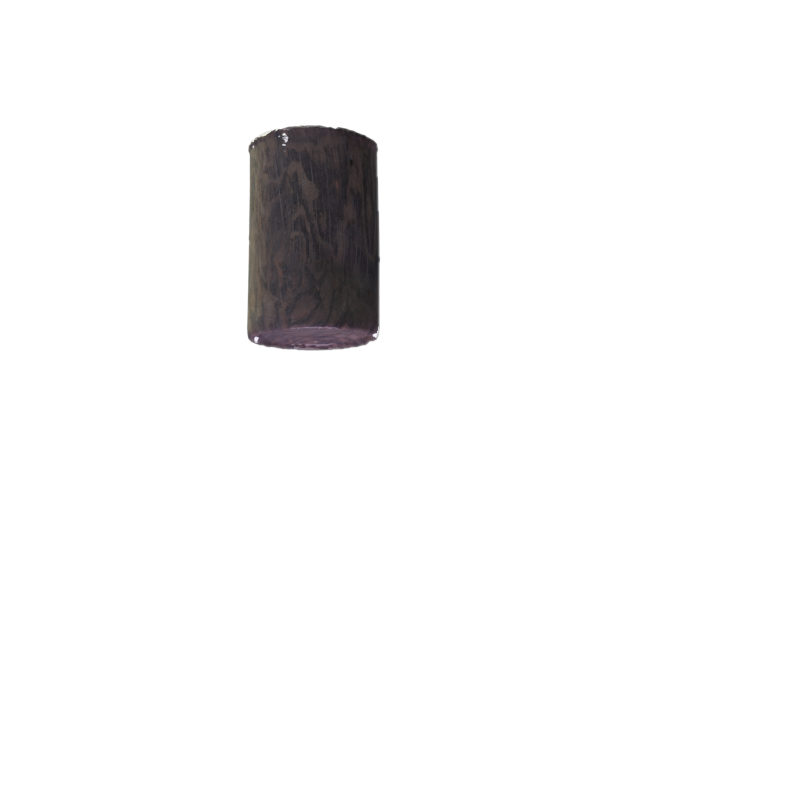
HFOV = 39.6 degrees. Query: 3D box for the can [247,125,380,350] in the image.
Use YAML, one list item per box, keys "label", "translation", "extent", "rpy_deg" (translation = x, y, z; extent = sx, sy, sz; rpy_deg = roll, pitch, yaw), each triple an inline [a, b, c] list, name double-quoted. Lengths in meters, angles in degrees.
- label: "can"
  translation: [-0.044, -0.081, 0.567]
  extent: [0.068, 0.106, 0.066]
  rpy_deg: [0, -12, -2]
